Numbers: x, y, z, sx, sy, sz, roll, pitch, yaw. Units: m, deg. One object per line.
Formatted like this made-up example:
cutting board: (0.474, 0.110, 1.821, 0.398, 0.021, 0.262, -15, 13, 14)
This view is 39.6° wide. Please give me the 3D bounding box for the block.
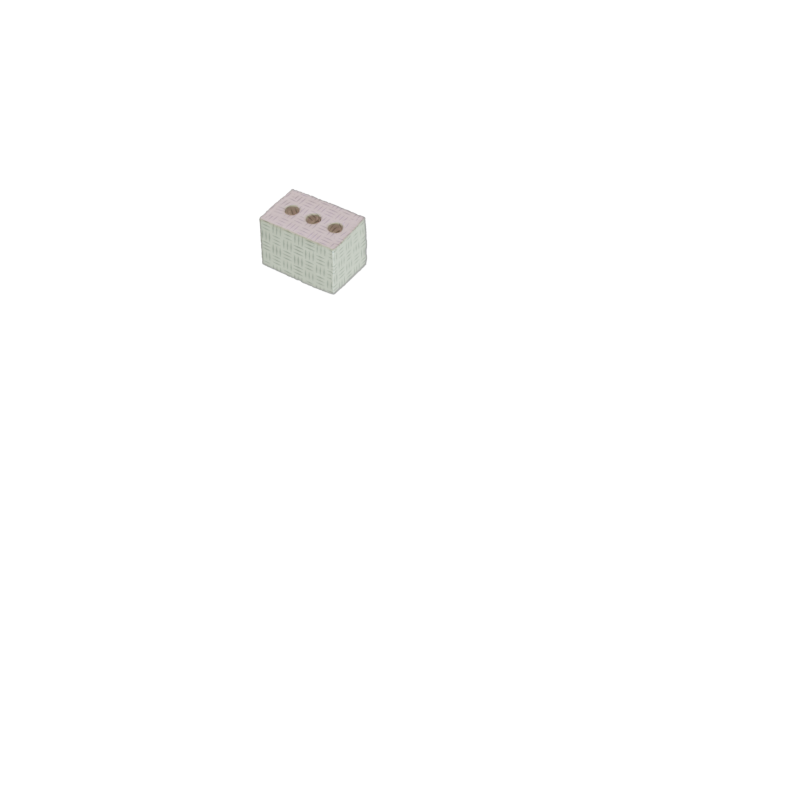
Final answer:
block: (-0.074, -0.135, 0.945, 0.082, 0.048, 0.054, 24, 47, 23)
